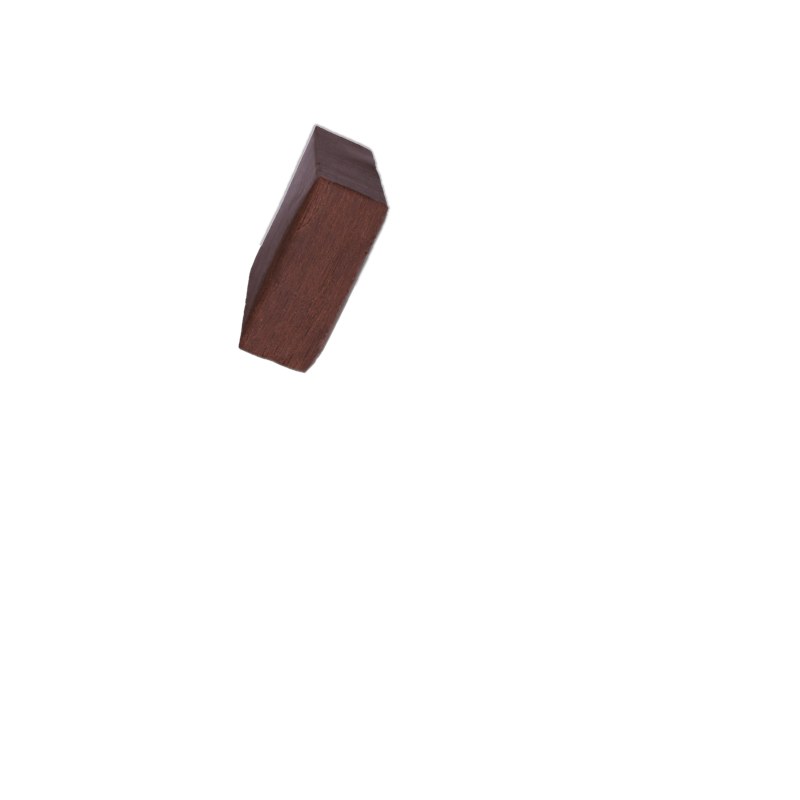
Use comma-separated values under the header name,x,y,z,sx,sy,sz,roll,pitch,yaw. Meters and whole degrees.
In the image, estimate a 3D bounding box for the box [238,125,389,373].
name,x,y,z,sx,sy,sz,roll,pitch,yaw
box,-0.078,-0.142,0.997,0.070,0.160,0.224,23,19,-13
